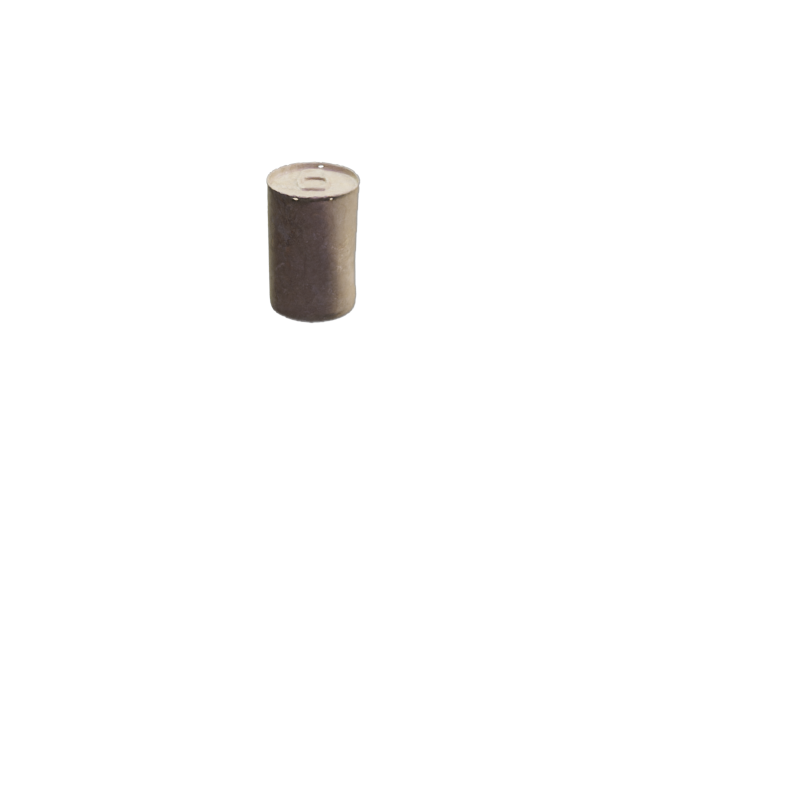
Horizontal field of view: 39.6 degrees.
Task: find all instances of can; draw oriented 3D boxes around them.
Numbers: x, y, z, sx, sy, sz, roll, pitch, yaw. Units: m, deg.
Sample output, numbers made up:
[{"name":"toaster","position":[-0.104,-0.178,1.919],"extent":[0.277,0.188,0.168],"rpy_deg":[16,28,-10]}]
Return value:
[{"name":"can","position":[-0.064,-0.117,0.822],"extent":[0.068,0.096,0.073],"rpy_deg":[0,29,-2]}]
